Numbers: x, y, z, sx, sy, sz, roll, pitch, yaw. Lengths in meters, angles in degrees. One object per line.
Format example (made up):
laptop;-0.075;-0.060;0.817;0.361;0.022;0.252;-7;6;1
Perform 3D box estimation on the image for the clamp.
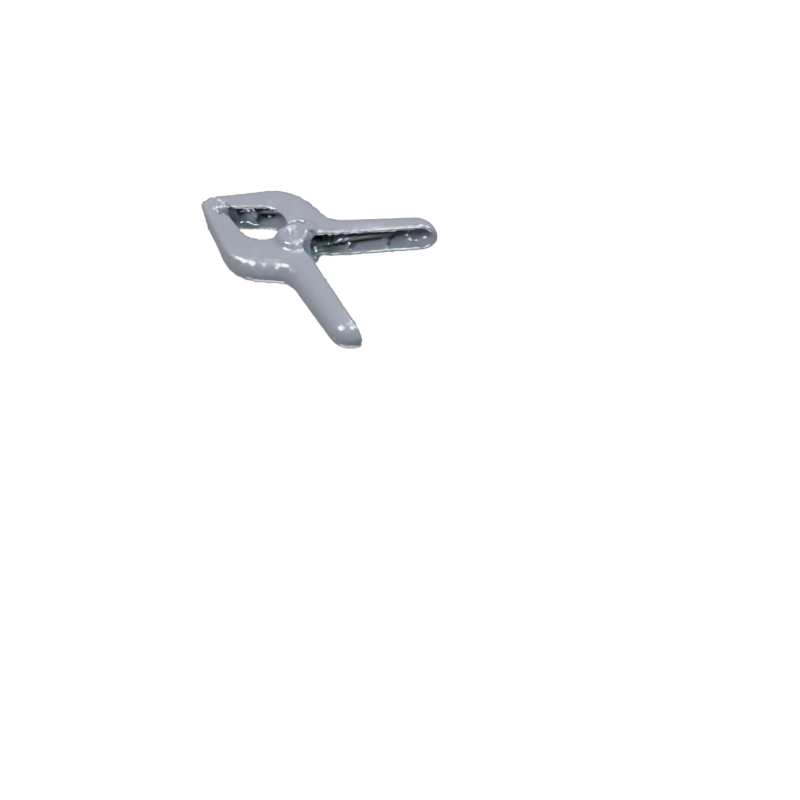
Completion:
clamp;-0.062;-0.114;0.798;0.181;0.036;0.122;32;55;26
